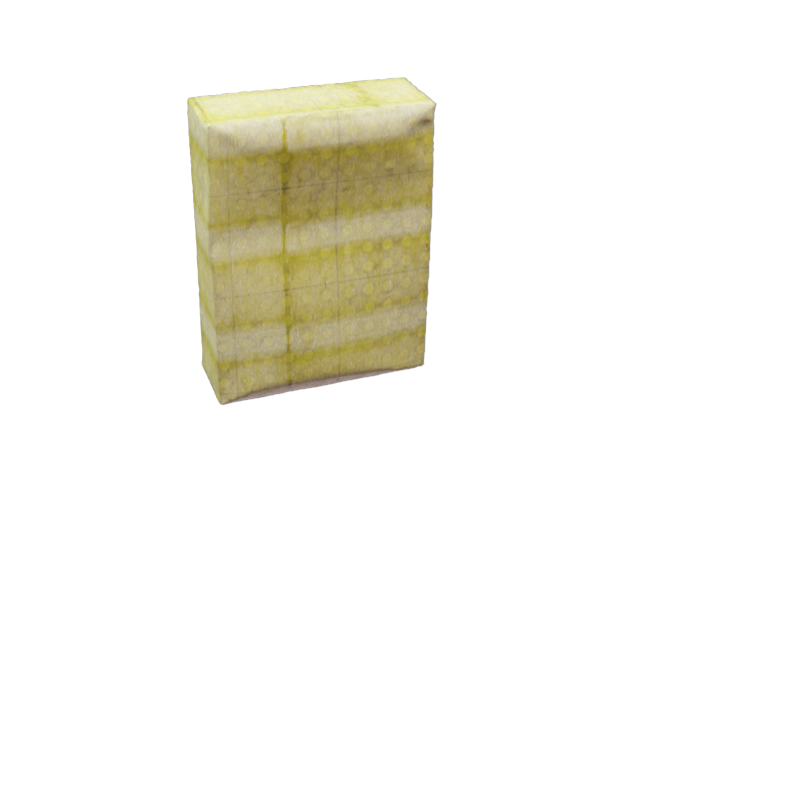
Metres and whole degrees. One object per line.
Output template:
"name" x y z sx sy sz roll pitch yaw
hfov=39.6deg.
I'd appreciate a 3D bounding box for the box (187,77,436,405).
"box" -0.062 -0.114 0.797 0.161 0.202 0.077 -9 29 -18
